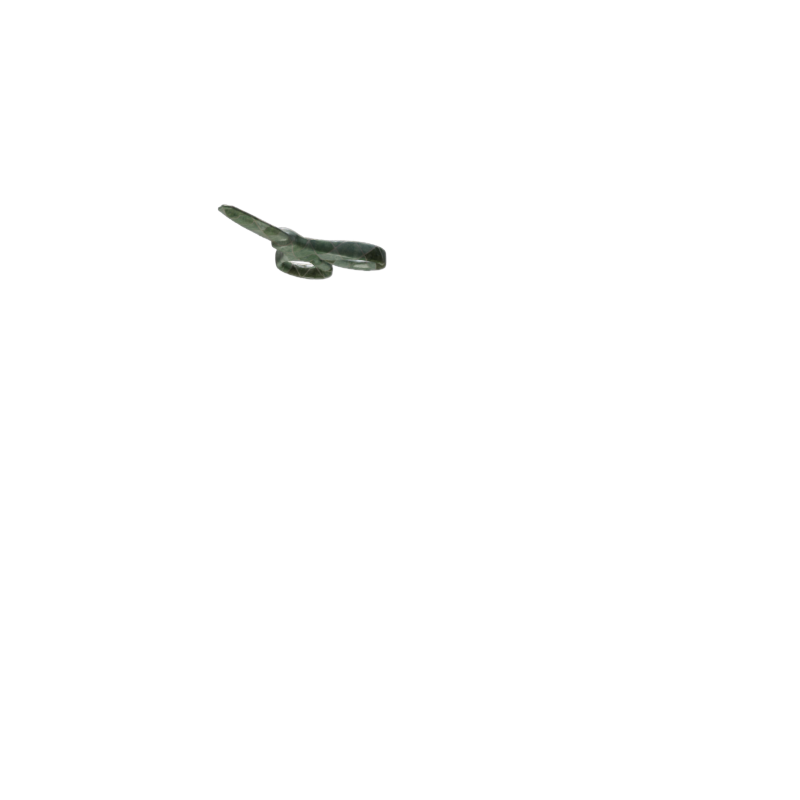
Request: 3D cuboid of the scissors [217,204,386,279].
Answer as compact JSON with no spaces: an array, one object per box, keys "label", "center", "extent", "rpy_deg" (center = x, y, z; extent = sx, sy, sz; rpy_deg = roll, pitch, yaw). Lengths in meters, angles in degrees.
[{"label":"scissors","center":[-0.063,-0.115,0.806],"extent":[0.097,0.016,0.195],"rpy_deg":[-1,-6,5]}]
